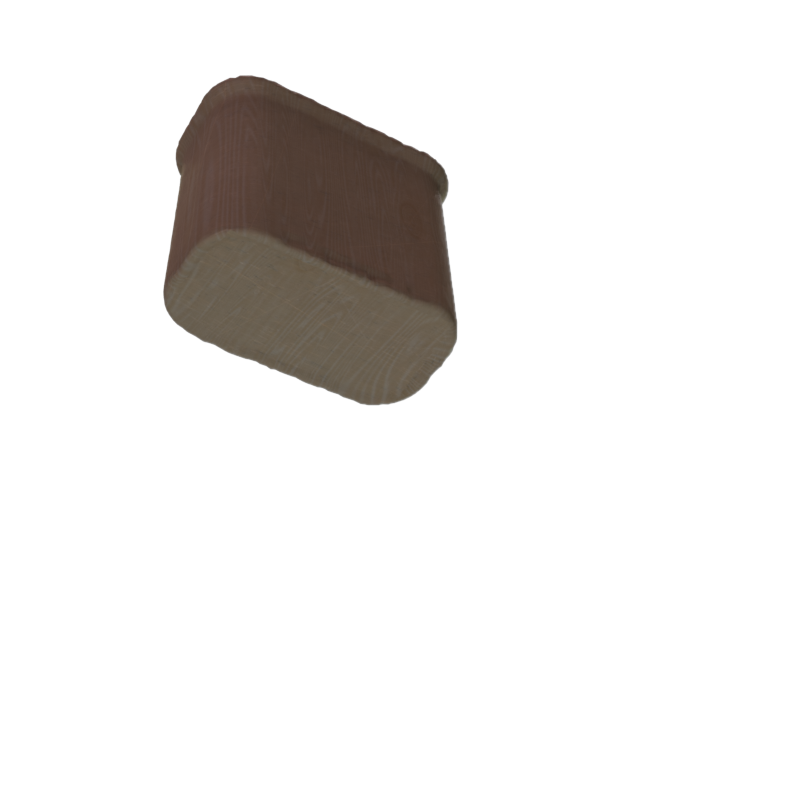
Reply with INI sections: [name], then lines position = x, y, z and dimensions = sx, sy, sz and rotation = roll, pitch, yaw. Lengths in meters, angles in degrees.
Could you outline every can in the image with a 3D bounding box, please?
[can]
position = -0.030, -0.056, 0.389
dimensions = 0.098, 0.090, 0.056
rotation = 21, -50, -21
